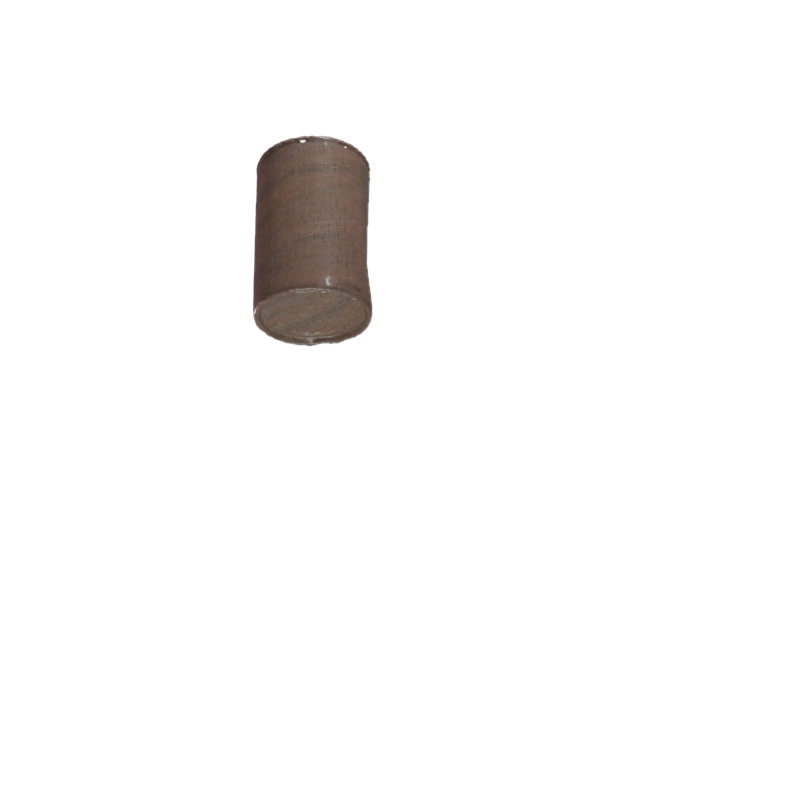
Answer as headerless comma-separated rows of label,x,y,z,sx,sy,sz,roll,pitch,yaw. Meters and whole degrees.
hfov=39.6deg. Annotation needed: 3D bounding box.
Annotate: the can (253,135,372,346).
can,-0.050,-0.091,0.634,0.068,0.109,0.064,0,-30,-2
